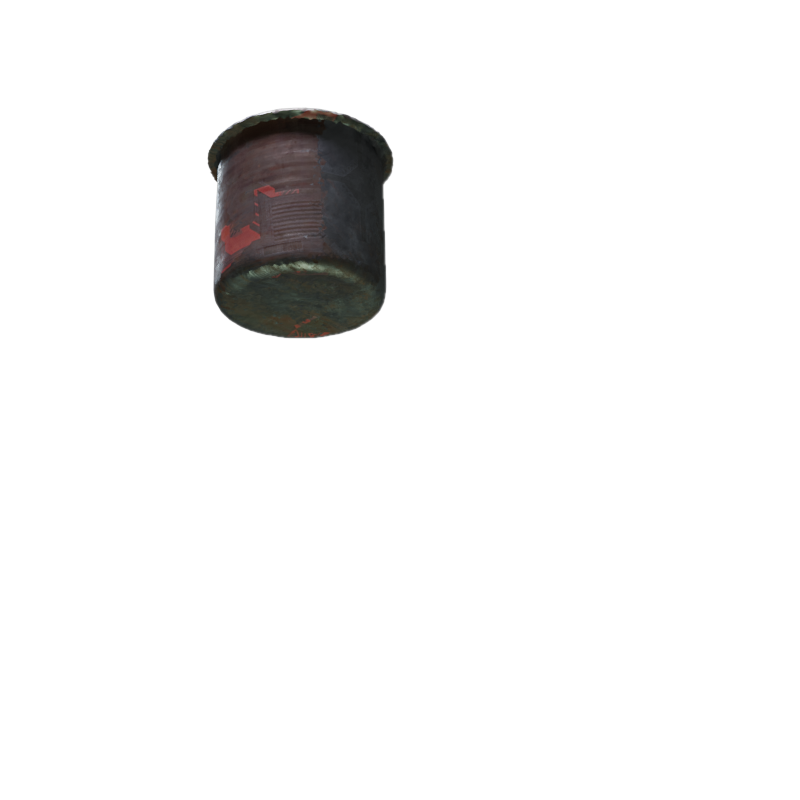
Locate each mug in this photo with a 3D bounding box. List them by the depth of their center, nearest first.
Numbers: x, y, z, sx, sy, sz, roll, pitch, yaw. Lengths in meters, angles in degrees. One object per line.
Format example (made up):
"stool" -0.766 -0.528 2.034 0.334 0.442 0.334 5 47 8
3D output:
"mug" -0.043 -0.078 0.546 0.094 0.086 0.109 -15 -28 26
